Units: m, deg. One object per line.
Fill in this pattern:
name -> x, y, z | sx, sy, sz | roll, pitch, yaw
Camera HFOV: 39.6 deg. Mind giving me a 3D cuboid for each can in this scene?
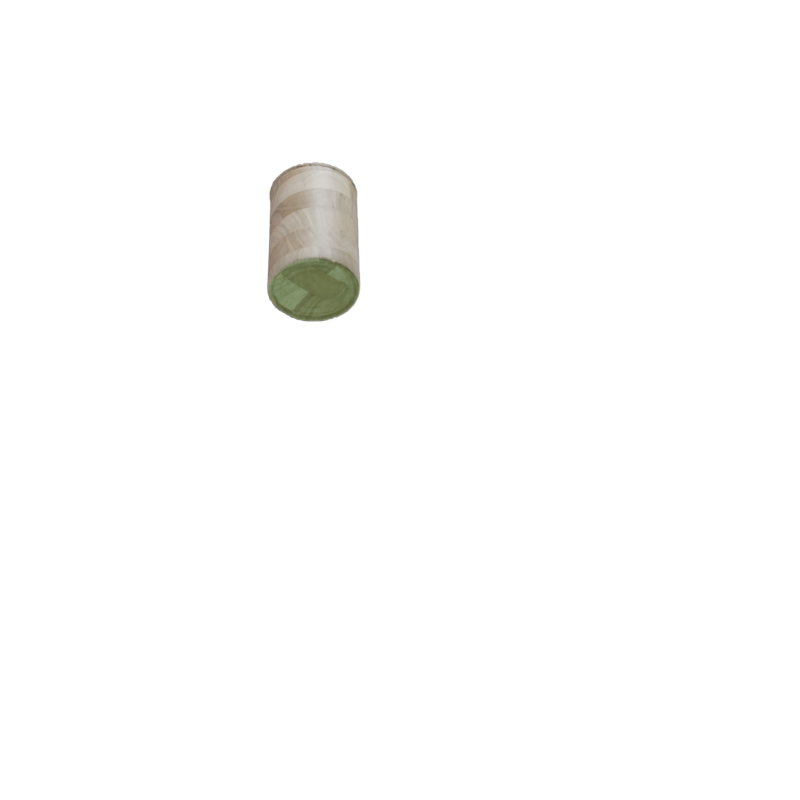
can -> -0.064, -0.117, 0.817 | 0.068, 0.110, 0.064 | -1, -42, -3
